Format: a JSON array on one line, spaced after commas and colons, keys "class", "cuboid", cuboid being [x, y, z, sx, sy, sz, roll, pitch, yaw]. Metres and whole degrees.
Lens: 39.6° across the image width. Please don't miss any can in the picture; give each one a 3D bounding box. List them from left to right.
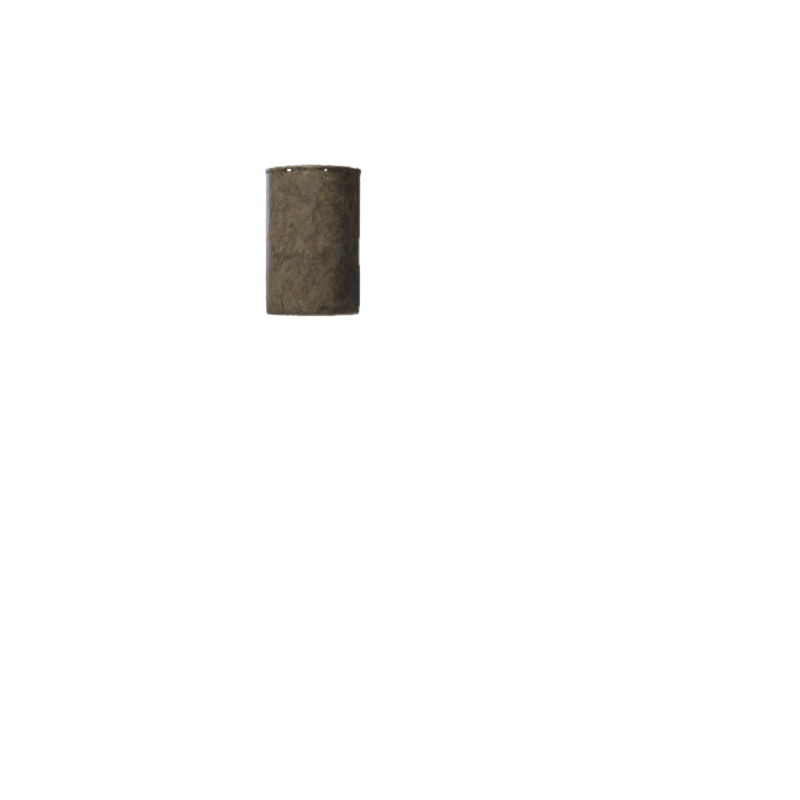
[{"class": "can", "cuboid": [-0.061, -0.111, 0.778, 0.068, 0.102, 0.069, 0, 1, -2]}]
